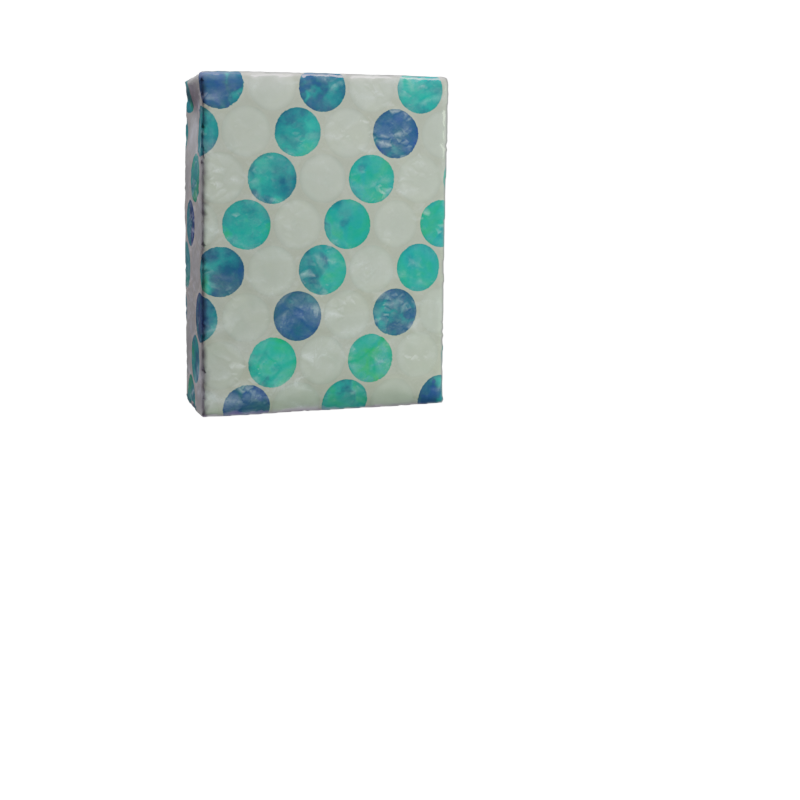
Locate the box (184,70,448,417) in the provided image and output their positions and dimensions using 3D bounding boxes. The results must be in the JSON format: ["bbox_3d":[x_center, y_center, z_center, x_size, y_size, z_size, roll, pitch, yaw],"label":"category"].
[{"bbox_3d":[-0.057,-0.103,0.725,0.161,0.212,0.074,-2,5,-18],"label":"box"}]
